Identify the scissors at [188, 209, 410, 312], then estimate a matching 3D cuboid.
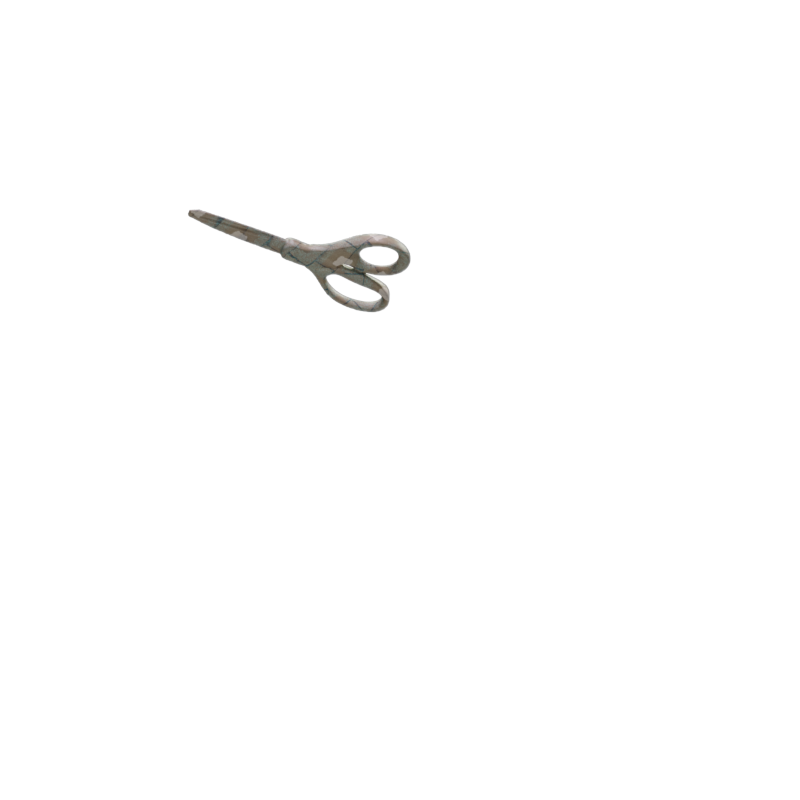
[{"bbox_3d":[-0.075,-0.137,0.958,0.190,0.017,0.095,32,-51,-30],"label":"scissors"}]
